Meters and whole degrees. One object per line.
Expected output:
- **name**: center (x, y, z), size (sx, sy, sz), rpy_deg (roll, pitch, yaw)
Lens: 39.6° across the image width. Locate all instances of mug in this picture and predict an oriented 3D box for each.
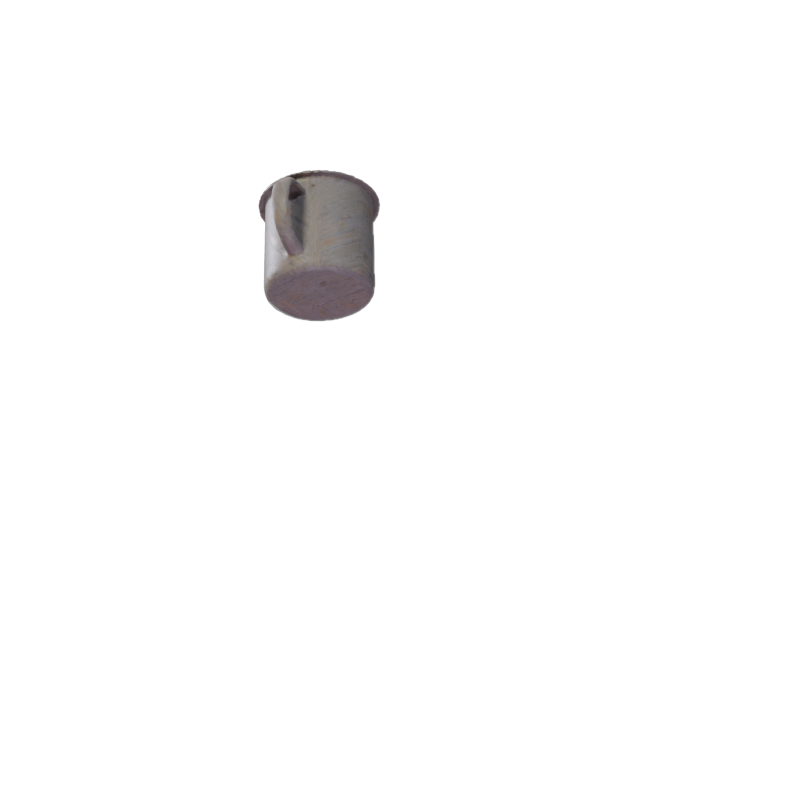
- **mug**: center (-0.064, -0.117, 0.818), size (0.094, 0.087, 0.108), rpy_deg (-11, -31, 16)
